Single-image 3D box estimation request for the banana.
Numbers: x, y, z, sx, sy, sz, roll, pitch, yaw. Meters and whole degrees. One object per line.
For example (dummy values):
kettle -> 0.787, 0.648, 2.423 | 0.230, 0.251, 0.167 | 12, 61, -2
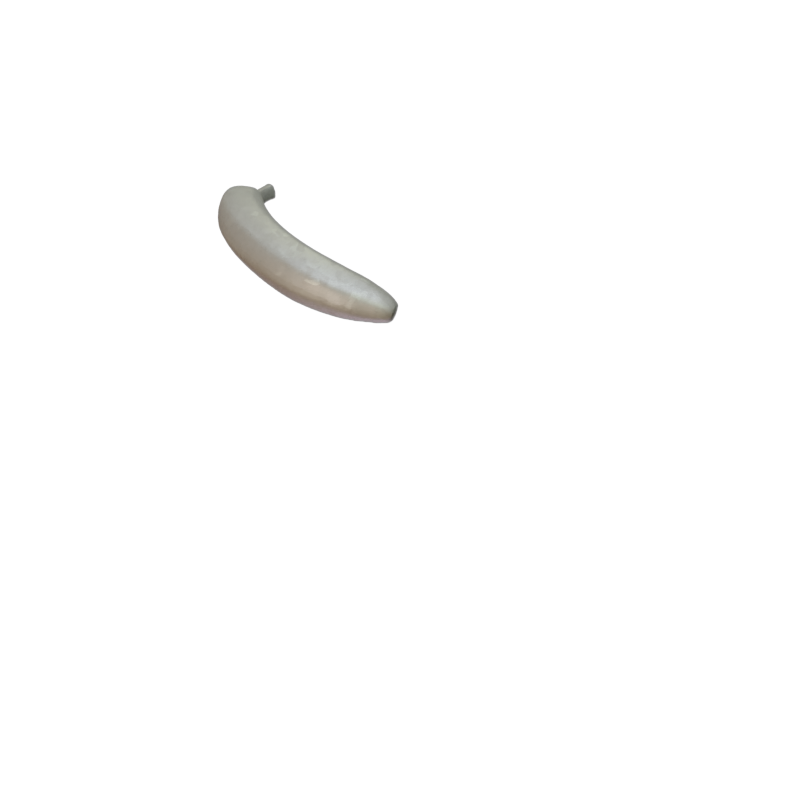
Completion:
banana -> -0.078, -0.106, 0.763 | 0.069, 0.034, 0.214 | -18, 41, -23
